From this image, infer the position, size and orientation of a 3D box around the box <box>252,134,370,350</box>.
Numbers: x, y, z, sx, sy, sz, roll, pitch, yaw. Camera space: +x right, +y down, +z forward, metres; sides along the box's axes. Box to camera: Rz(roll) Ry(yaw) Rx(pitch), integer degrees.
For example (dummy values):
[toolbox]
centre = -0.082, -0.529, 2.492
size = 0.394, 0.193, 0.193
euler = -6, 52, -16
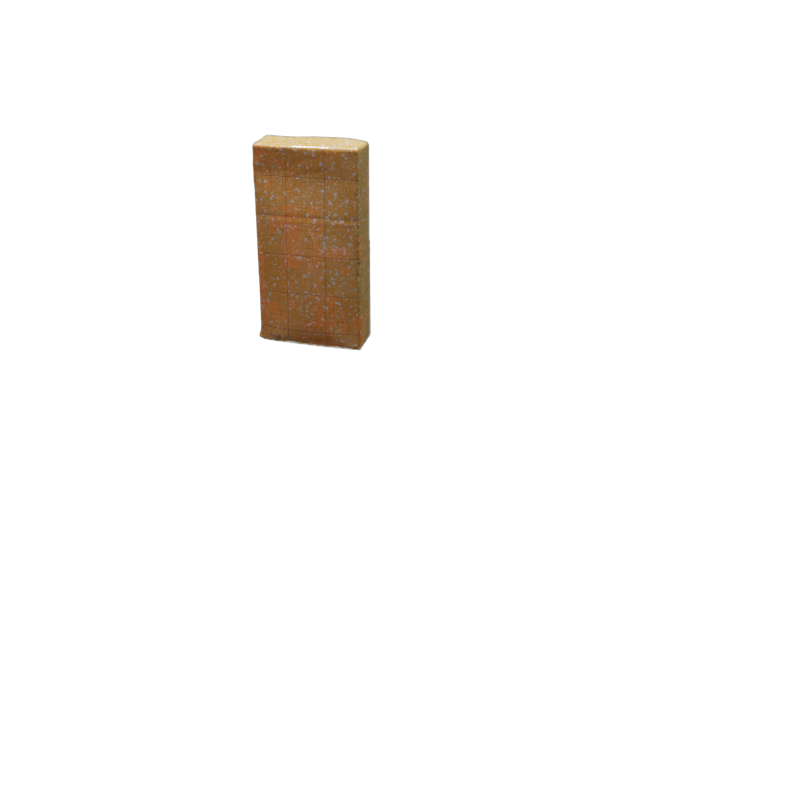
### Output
[box]
centre = -0.073, -0.134, 0.939
size = 0.096, 0.169, 0.049
euler = 6, 18, 15
